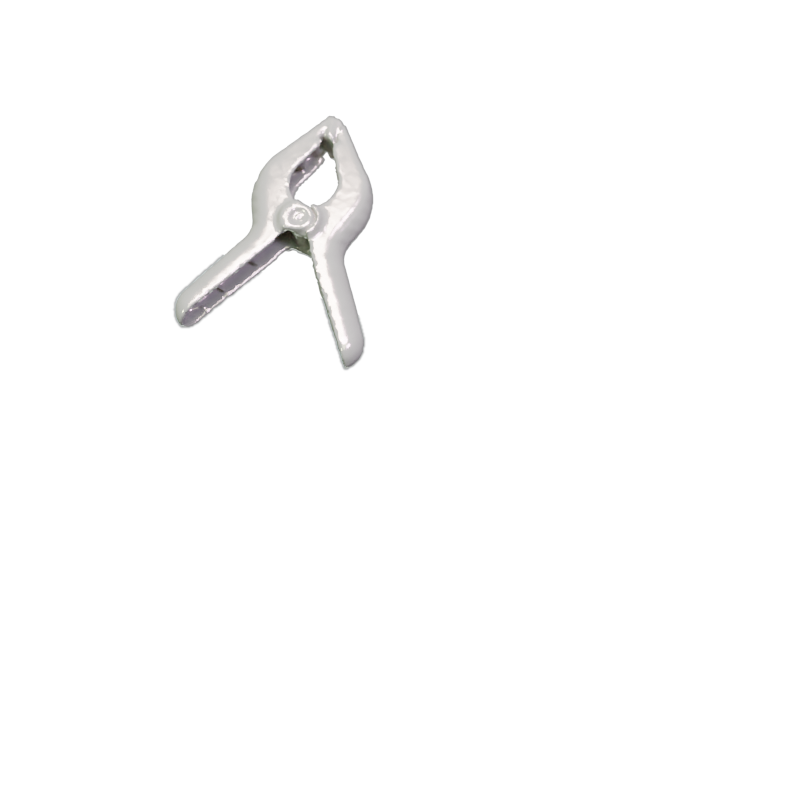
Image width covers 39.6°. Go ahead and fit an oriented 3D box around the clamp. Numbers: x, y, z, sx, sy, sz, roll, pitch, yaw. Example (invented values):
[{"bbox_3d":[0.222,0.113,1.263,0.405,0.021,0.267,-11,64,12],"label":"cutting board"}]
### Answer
[{"bbox_3d":[-0.056,-0.101,0.709,0.122,0.177,0.037,23,-20,8],"label":"clamp"}]
